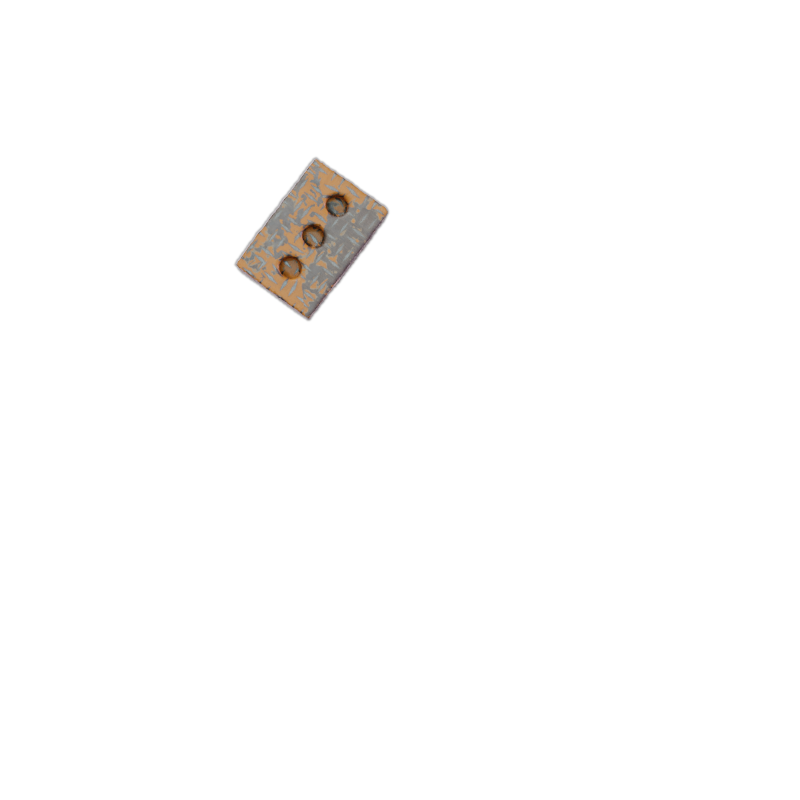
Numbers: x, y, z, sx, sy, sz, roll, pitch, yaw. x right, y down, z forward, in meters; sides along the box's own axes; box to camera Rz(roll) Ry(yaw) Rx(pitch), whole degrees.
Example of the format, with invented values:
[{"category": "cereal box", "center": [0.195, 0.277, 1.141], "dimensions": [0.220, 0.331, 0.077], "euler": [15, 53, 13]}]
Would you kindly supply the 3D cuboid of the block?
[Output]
[{"category": "block", "center": [-0.050, -0.091, 0.640], "dimensions": [0.053, 0.078, 0.051], "euler": [36, -5, 0]}]
